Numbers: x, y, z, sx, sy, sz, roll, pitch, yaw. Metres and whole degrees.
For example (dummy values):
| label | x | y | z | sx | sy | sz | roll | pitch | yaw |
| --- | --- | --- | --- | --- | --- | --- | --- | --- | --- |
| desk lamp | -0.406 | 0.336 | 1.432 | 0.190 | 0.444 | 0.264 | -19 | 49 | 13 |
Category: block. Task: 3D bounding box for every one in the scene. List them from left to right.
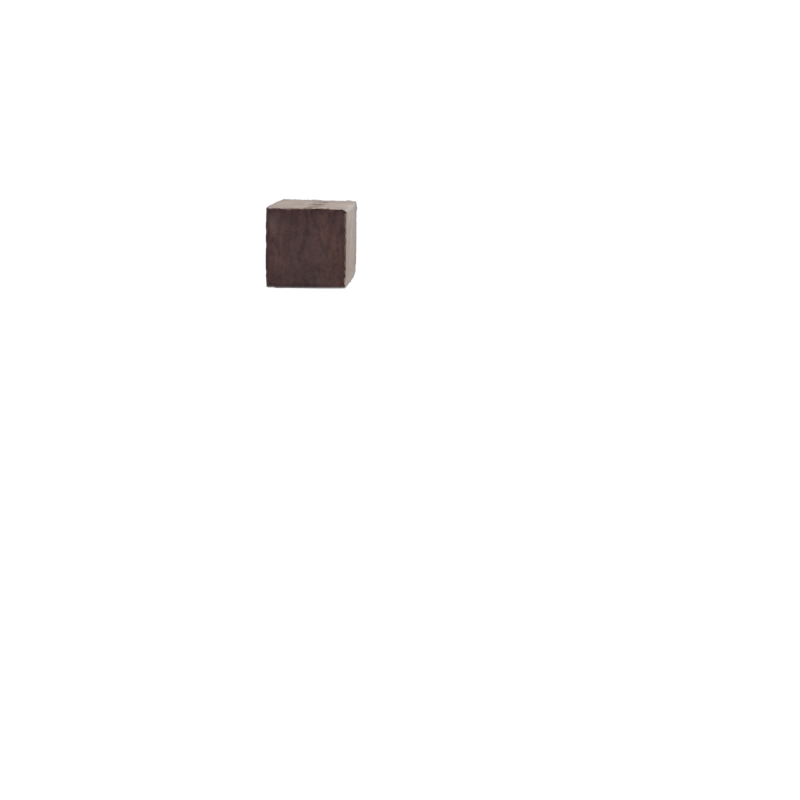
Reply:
| label | x | y | z | sx | sy | sz | roll | pitch | yaw |
| --- | --- | --- | --- | --- | --- | --- | --- | --- | --- |
| block | -0.057 | -0.104 | 0.728 | 0.053 | 0.050 | 0.079 | 1 | 12 | 3 |
